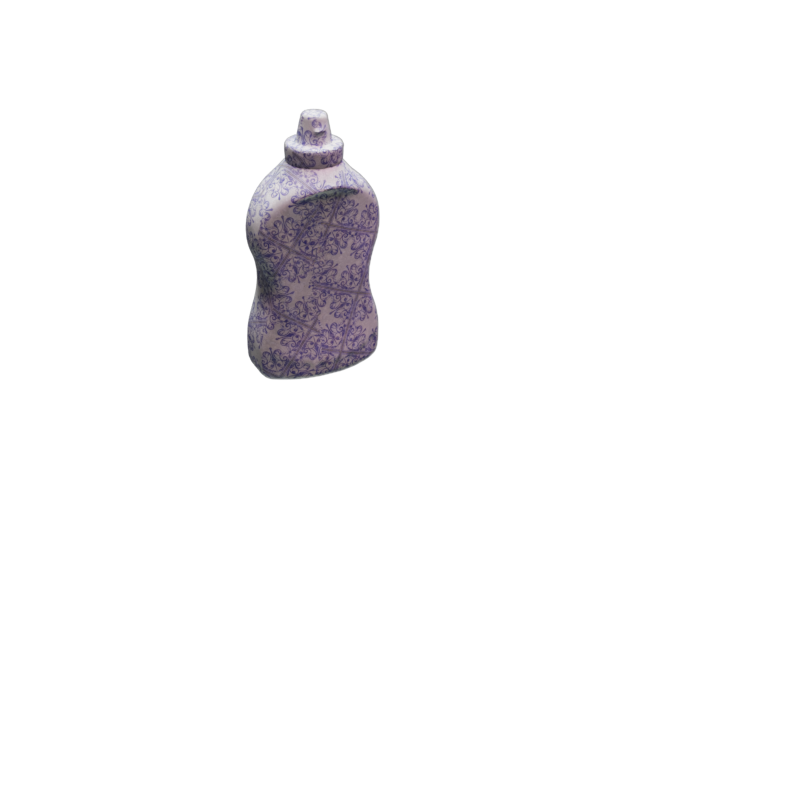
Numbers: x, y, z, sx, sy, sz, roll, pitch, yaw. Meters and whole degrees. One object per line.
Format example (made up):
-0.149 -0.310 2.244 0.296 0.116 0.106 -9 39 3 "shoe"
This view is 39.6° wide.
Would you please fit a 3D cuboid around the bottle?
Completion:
-0.061 -0.112 0.785 0.094 0.182 0.063 -10 28 -23 "bottle"
